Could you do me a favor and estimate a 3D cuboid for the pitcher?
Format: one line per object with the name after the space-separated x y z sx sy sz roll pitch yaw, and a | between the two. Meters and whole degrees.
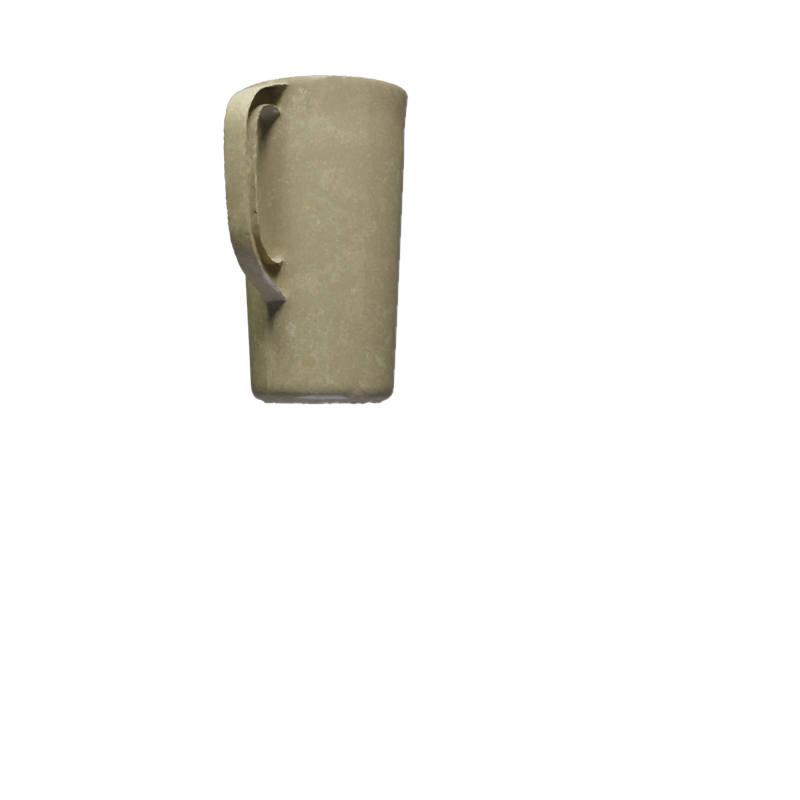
-0.066 -0.120 0.841 0.147 0.247 0.145 1 -6 -12 | pitcher
